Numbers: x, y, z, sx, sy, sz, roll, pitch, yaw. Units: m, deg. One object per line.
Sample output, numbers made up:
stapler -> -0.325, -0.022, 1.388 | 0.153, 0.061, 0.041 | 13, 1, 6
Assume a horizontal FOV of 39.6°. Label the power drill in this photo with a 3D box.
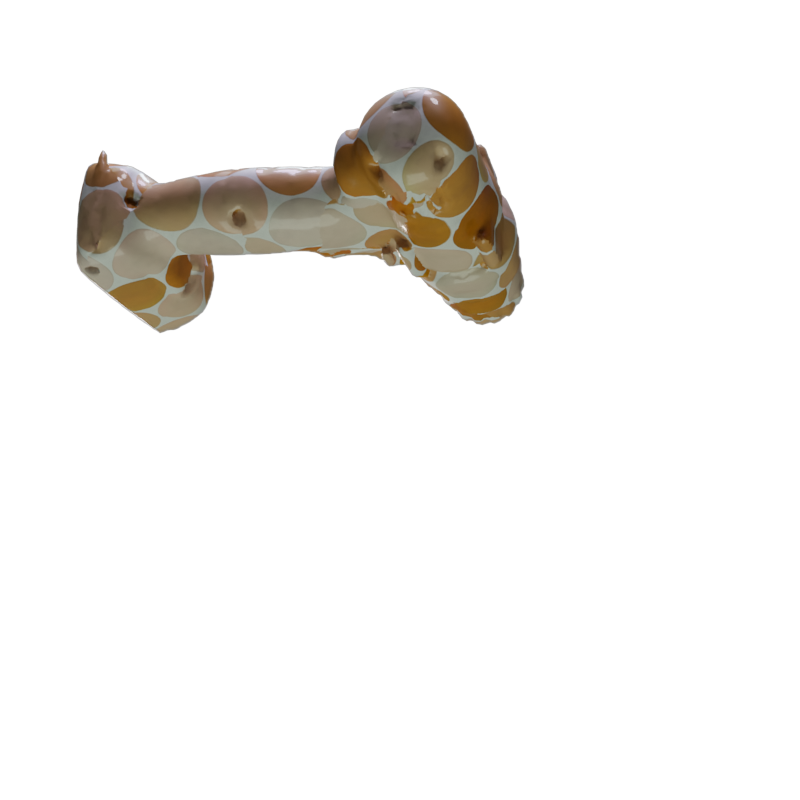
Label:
power drill -> -0.041, -0.074, 0.521 | 0.190, 0.061, 0.172 | -6, -22, 15
